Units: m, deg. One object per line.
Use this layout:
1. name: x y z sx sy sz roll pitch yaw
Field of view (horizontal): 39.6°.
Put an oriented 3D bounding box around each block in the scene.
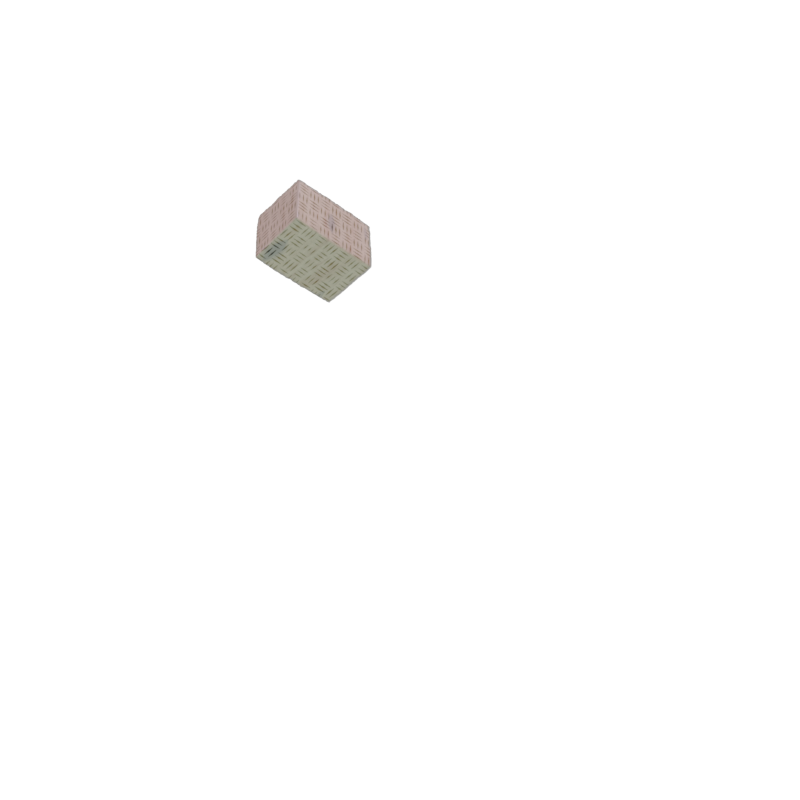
1. block: -0.068 -0.124 0.871 0.074 0.055 0.052 32 -54 -28
